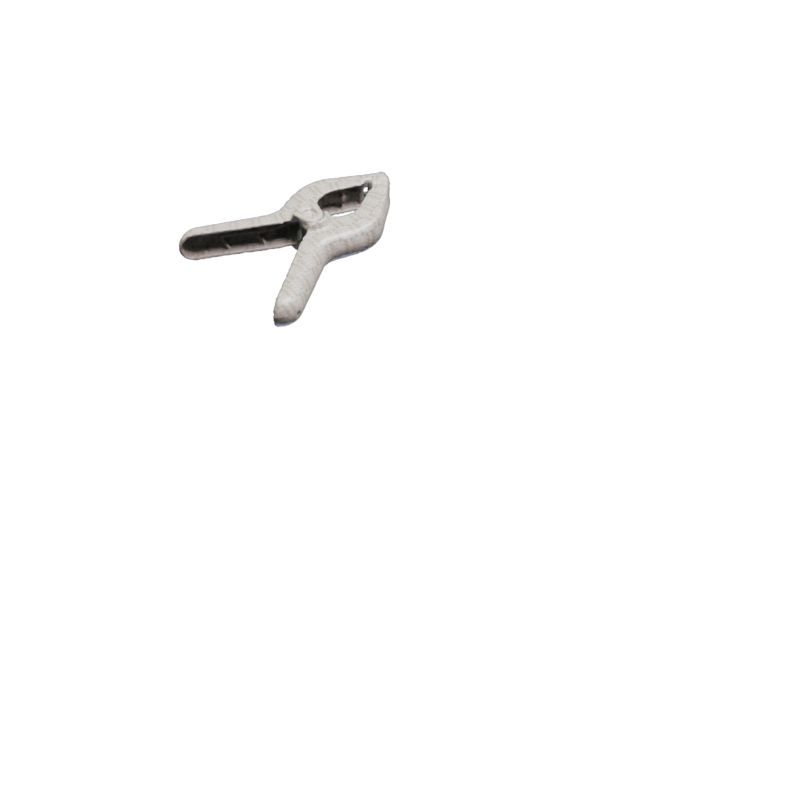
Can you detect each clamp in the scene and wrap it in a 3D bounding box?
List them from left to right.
[{"bbox_3d":[-0.065,-0.118,0.825,0.171,0.036,0.129,-29,55,-23],"label":"clamp"}]
